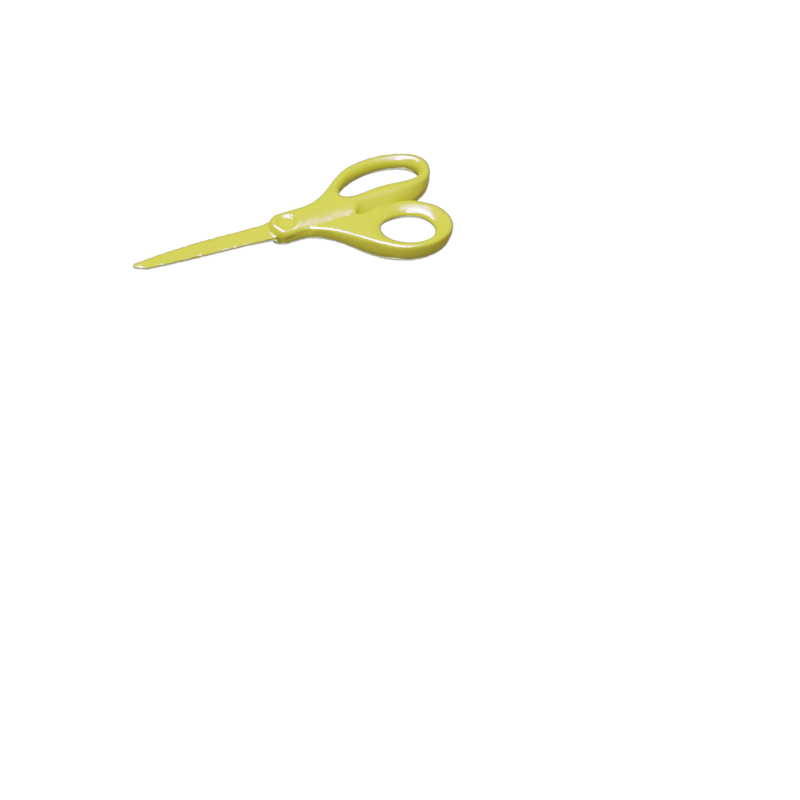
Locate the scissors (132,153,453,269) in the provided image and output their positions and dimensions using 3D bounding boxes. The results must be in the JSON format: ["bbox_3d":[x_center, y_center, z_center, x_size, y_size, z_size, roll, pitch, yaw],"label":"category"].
[{"bbox_3d":[-0.053,-0.097,0.682,0.202,0.015,0.103,-31,56,-24],"label":"scissors"}]
